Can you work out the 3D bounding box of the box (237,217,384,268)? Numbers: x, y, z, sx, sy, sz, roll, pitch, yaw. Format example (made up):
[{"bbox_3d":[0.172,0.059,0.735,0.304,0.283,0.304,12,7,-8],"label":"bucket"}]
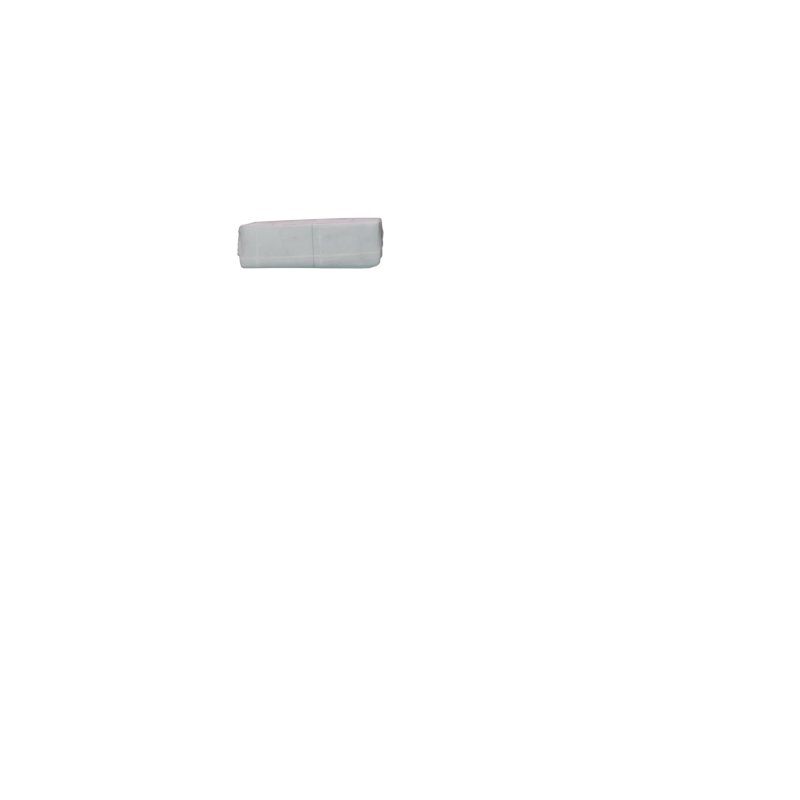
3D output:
[{"bbox_3d":[-0.071,-0.129,0.903,0.114,0.038,0.091,1,11,3],"label":"box"}]
